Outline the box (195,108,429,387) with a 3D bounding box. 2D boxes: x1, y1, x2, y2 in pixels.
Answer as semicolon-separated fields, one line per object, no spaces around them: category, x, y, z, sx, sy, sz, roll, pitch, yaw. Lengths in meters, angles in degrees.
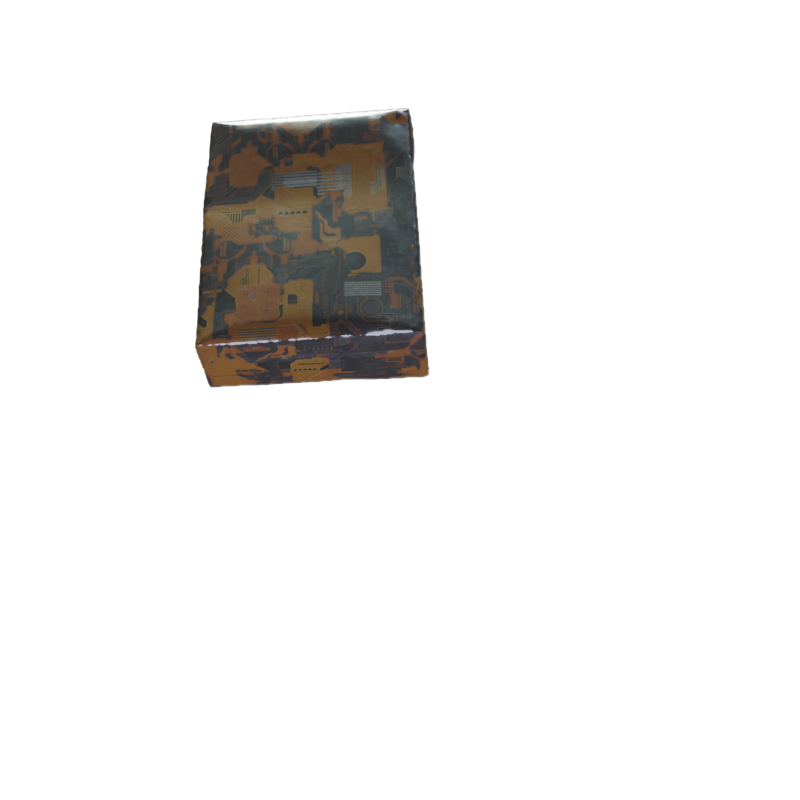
box;-0.066;-0.121;0.847;0.165;0.228;0.067;-4;-33;3
